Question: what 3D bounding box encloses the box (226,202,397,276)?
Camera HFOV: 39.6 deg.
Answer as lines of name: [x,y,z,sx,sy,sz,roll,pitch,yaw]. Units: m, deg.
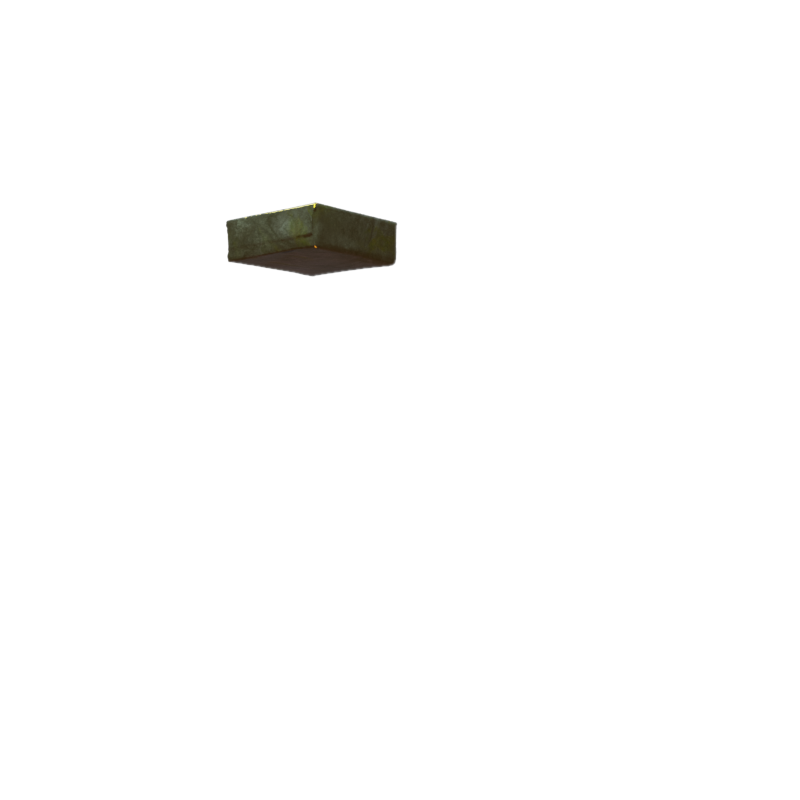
box: [-0.069,-0.126,0.881,0.092,0.040,0.108,-3,-6,35]
